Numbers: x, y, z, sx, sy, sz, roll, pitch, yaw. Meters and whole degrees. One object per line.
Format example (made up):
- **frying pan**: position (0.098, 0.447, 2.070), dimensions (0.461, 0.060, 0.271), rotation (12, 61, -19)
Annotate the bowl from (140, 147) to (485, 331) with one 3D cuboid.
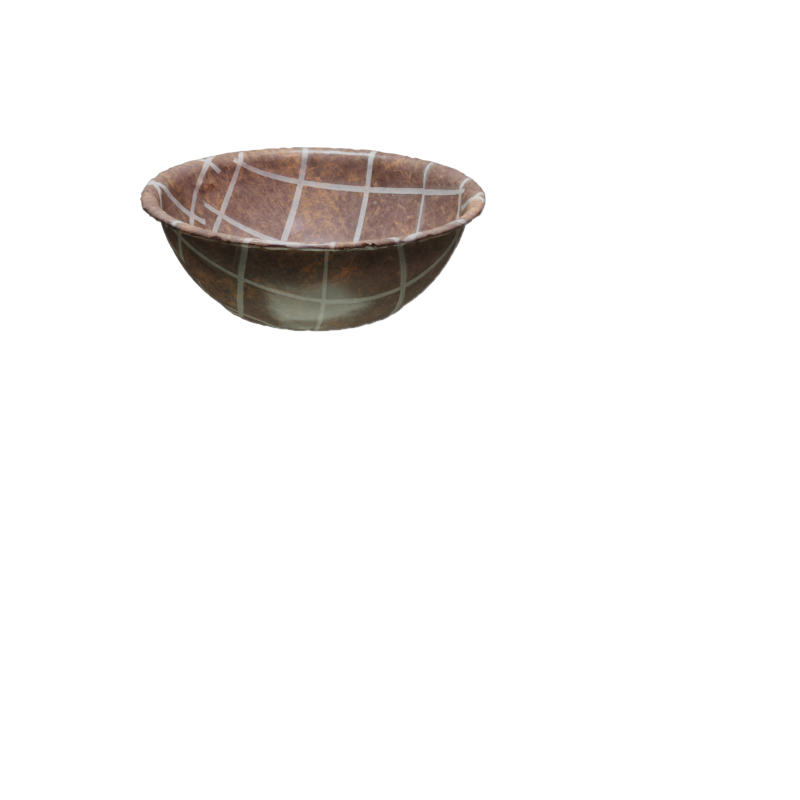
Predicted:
- **bowl**: position (-0.041, -0.076, 0.530), dimensions (0.162, 0.052, 0.171), rotation (-1, 25, -2)
